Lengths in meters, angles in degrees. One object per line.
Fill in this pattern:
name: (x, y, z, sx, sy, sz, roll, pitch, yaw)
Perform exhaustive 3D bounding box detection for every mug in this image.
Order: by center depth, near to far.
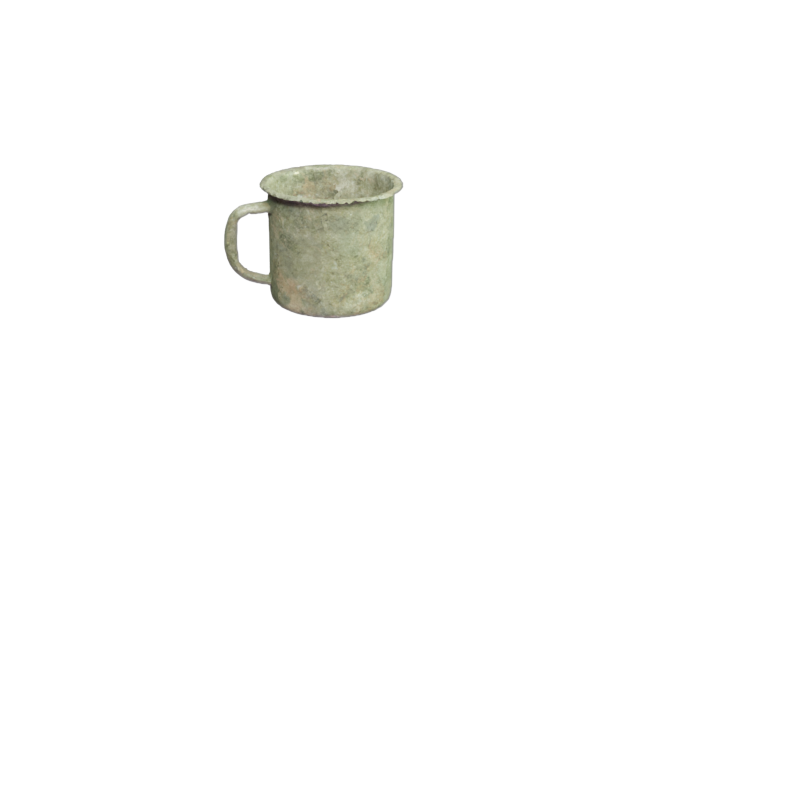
mug: (-0.057, -0.104, 0.728, 0.116, 0.078, 0.099, -5, 23, -12)
